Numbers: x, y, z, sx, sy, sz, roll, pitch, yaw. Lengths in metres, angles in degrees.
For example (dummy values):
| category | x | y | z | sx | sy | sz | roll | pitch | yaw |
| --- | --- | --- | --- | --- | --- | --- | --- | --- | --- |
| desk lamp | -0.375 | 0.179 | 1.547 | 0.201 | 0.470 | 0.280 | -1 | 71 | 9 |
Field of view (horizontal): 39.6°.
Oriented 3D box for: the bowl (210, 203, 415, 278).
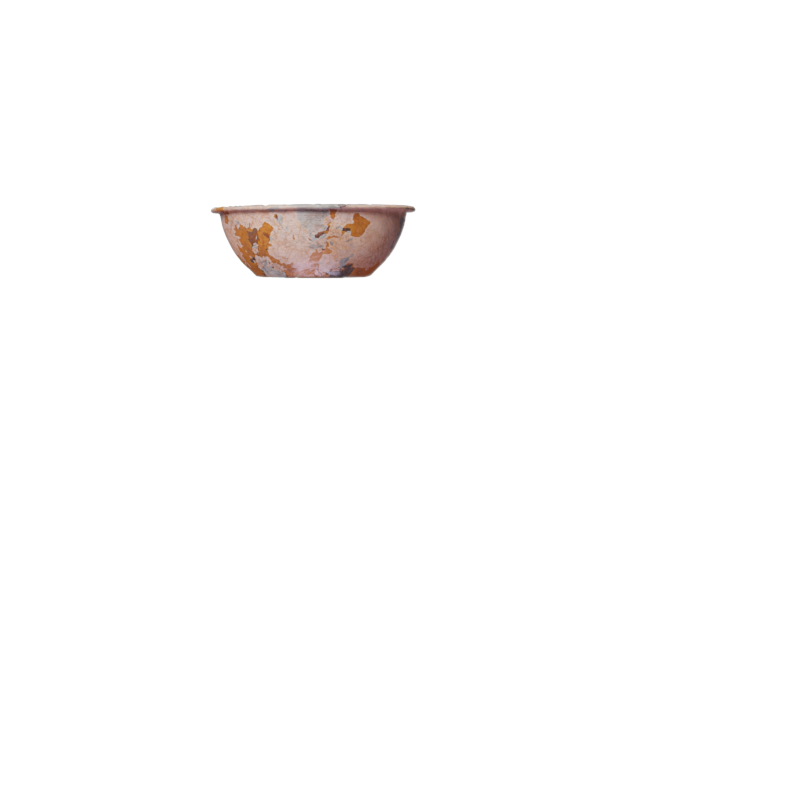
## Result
| category | x | y | z | sx | sy | sz | roll | pitch | yaw |
| --- | --- | --- | --- | --- | --- | --- | --- | --- | --- |
| bowl | -0.069 | -0.125 | 0.876 | 0.162 | 0.055 | 0.164 | 0 | 7 | -2 |
